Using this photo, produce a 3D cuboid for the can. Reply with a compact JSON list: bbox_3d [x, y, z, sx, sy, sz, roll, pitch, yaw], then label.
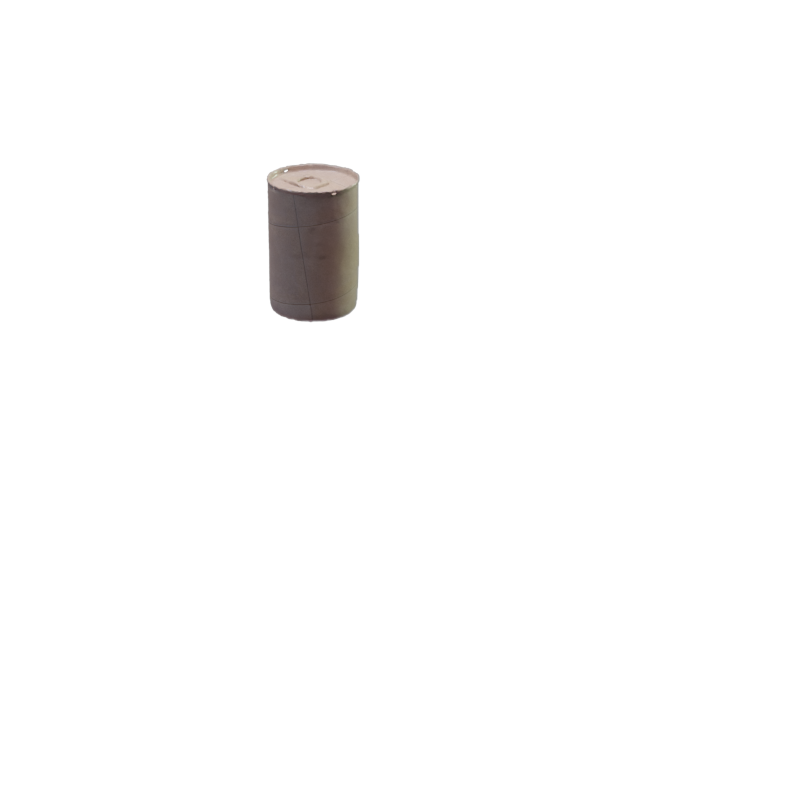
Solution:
[{"bbox_3d":[-0.064,-0.118,0.823,0.068,0.097,0.072,0,24,-2],"label":"can"}]
